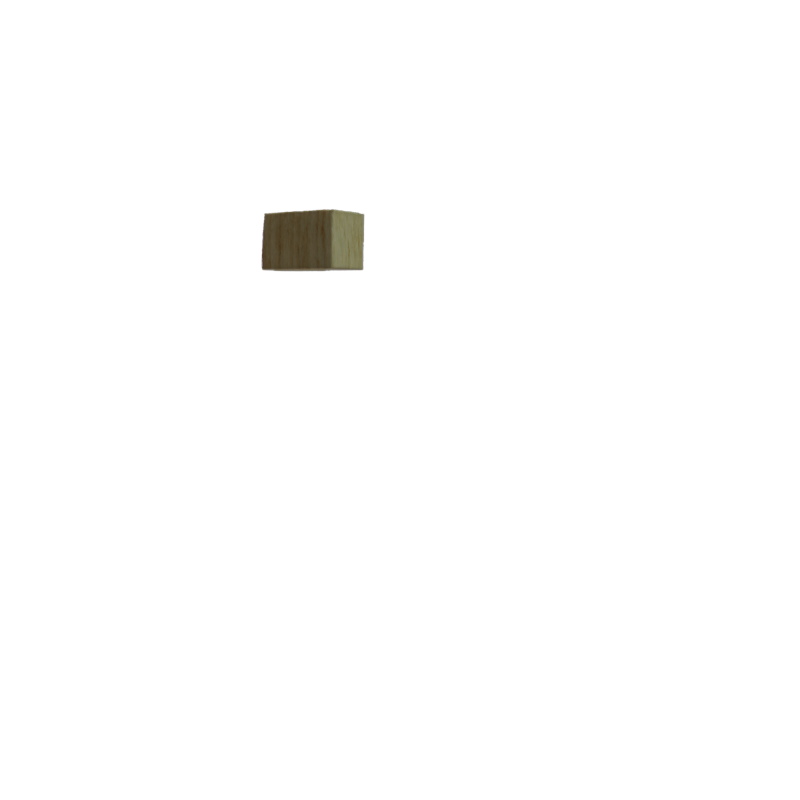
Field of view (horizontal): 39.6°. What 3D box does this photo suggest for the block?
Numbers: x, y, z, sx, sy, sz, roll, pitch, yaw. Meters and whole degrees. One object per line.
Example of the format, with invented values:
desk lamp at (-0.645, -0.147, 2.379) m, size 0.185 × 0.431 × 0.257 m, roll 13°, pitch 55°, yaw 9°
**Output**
block at (-0.077, -0.141, 0.984) m, size 0.081 × 0.051 × 0.051 m, roll 2°, pitch 1°, yaw 33°
